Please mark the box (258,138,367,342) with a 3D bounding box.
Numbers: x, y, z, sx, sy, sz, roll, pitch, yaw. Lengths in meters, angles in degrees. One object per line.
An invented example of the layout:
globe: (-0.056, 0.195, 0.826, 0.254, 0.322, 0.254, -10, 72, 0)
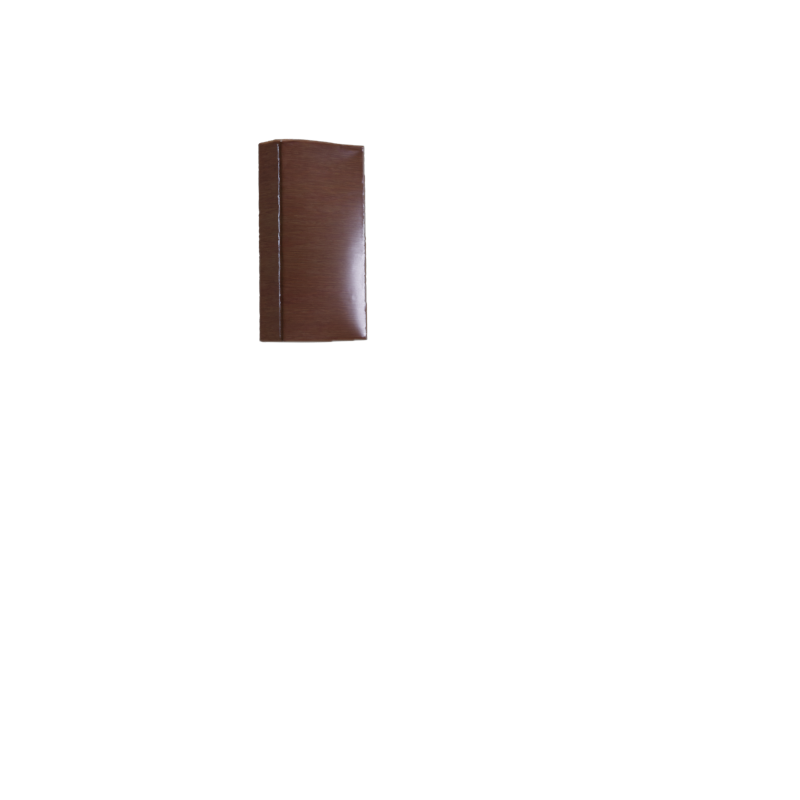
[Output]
box: (-0.077, -0.140, 0.981, 0.090, 0.177, 0.050, 0, -1, -35)
